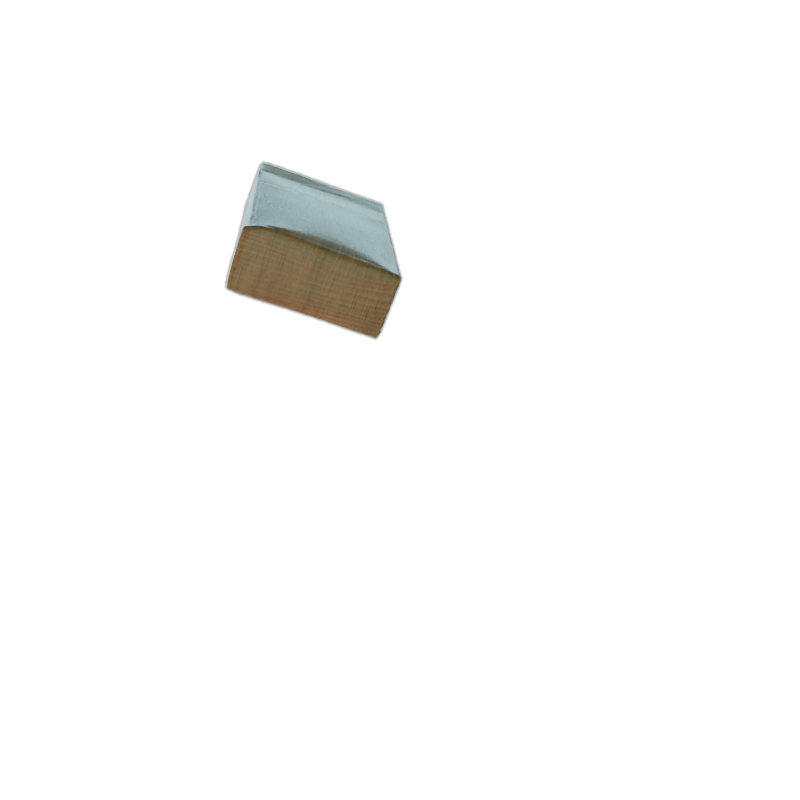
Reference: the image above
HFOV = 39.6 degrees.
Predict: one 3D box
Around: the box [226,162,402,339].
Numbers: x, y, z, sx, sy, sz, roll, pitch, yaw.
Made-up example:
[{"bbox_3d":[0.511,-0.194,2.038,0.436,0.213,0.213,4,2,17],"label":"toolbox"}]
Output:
[{"bbox_3d":[-0.054,-0.099,0.692,0.092,0.047,0.183,18,18,-9],"label":"box"}]
